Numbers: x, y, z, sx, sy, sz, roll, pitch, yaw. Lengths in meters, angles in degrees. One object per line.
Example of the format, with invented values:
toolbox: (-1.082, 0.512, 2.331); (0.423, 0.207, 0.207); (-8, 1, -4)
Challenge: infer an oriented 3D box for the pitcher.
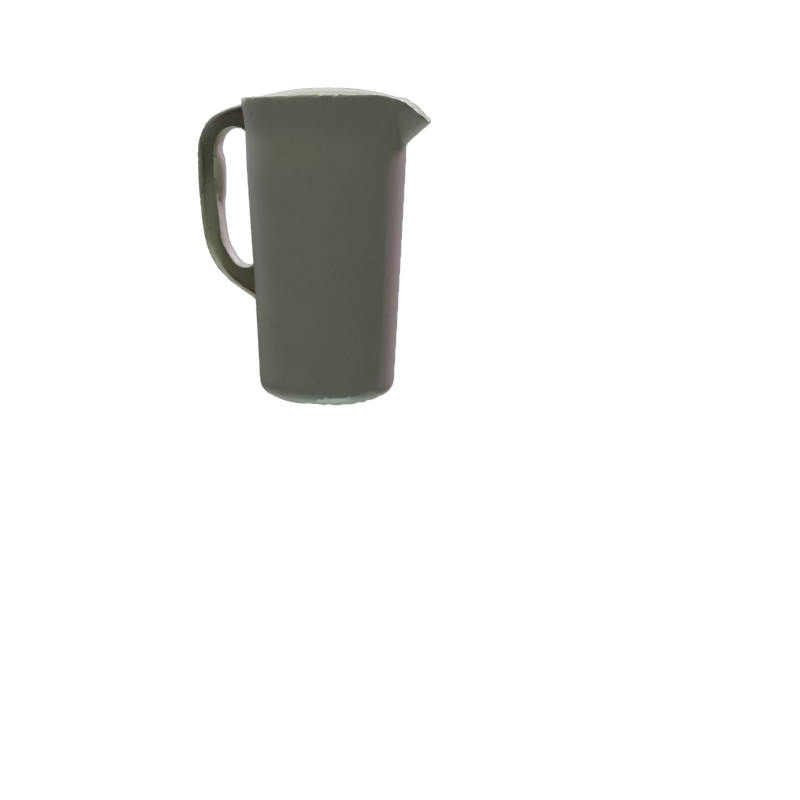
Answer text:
pitcher: (-0.069, -0.126, 0.883); (0.141, 0.239, 0.156); (-4, 9, -32)
